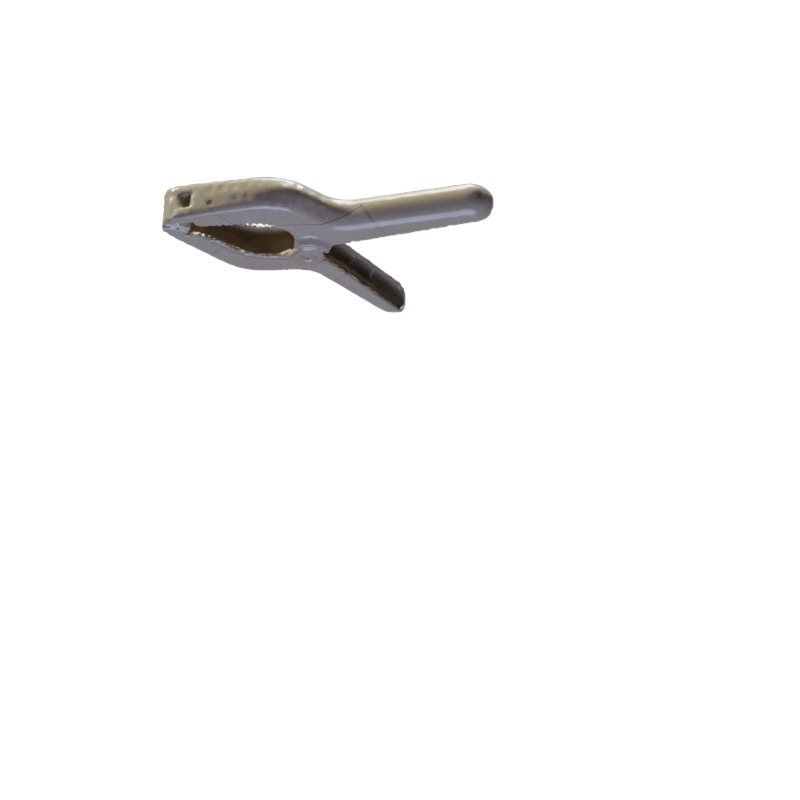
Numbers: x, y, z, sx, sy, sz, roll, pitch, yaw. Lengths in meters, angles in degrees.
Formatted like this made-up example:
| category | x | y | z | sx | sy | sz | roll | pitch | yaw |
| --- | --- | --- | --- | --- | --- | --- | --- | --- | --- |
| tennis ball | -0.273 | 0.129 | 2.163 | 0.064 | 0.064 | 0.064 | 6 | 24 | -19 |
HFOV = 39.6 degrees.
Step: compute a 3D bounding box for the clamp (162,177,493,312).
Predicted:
| category | x | y | z | sx | sy | sz | roll | pitch | yaw |
| --- | --- | --- | --- | --- | --- | --- | --- | --- | --- |
| clamp | -0.060 | -0.110 | 0.767 | 0.207 | 0.039 | 0.158 | 5 | -25 | -11 |
